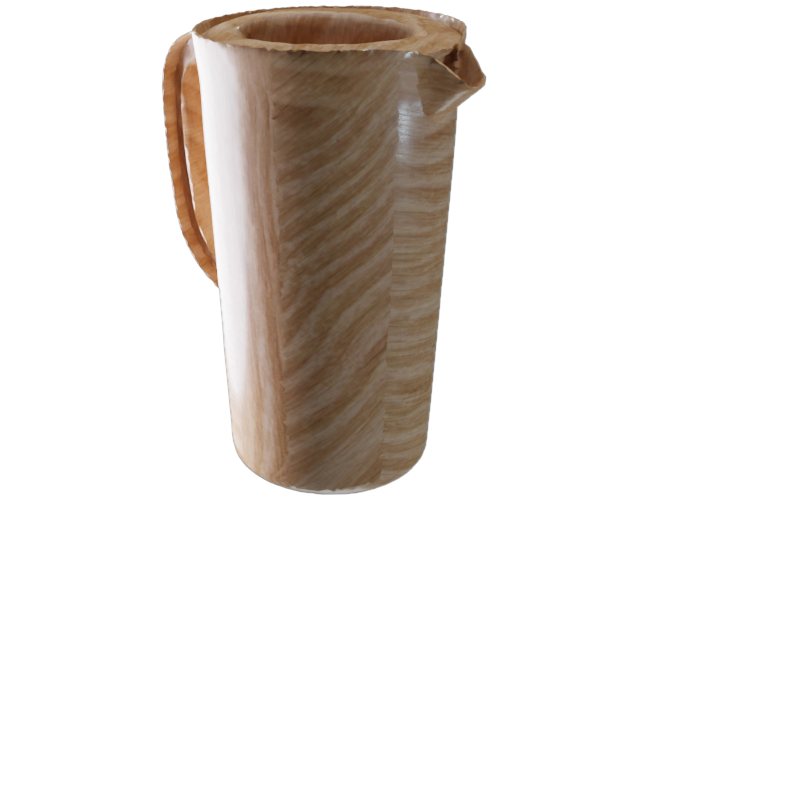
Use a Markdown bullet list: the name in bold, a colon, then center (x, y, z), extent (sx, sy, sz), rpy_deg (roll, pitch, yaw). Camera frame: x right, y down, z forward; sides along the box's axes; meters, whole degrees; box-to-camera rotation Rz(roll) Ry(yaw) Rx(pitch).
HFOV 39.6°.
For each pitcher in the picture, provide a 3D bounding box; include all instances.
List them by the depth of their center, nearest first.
- **pitcher**: center (-0.046, -0.083, 0.582), extent (0.143, 0.231, 0.159), rpy_deg (-4, 24, -12)
